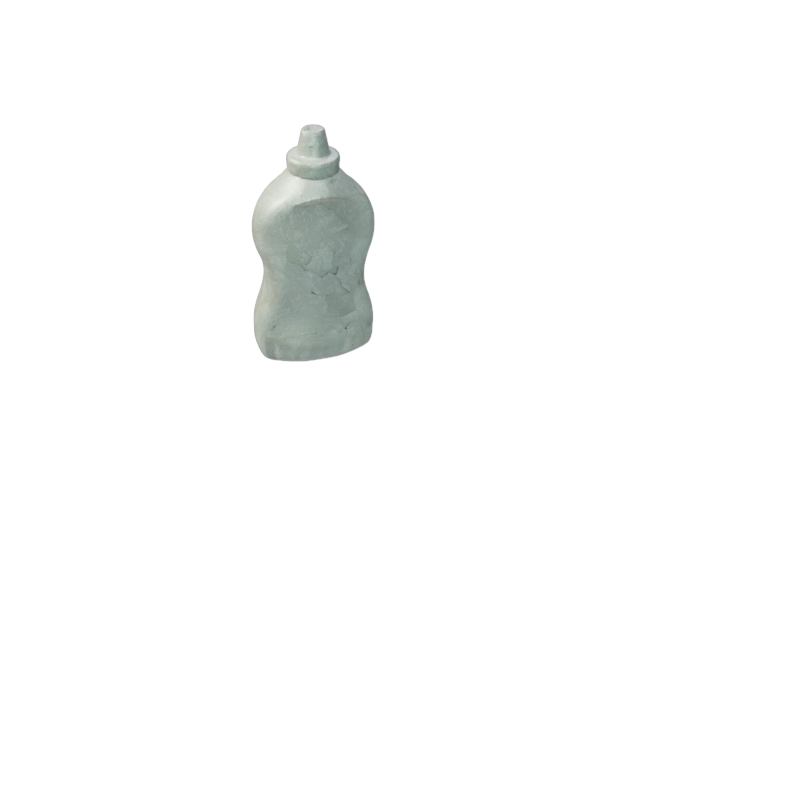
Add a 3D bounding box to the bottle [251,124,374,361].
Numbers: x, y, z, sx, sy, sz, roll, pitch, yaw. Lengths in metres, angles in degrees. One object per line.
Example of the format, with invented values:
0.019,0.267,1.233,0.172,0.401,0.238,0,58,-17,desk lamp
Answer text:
-0.069,-0.125,0.874,0.095,0.180,0.063,-7,32,-15,bottle
